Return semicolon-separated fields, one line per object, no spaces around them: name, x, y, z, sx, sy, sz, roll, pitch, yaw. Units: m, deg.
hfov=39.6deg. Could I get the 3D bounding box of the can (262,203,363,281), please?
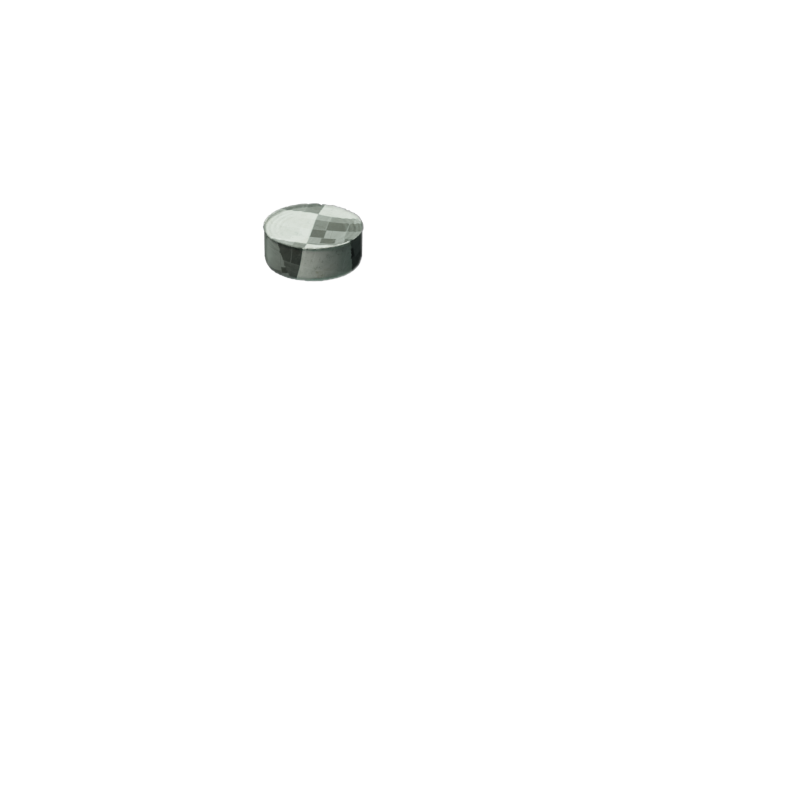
can;-0.074;-0.136;0.951;0.086;0.032;0.091;-1;33;-2
